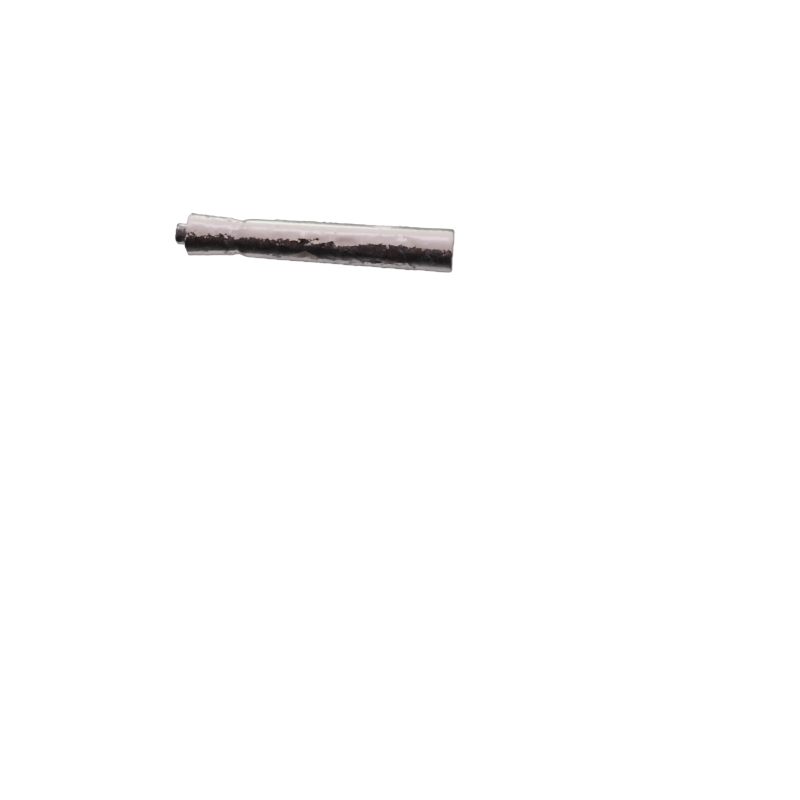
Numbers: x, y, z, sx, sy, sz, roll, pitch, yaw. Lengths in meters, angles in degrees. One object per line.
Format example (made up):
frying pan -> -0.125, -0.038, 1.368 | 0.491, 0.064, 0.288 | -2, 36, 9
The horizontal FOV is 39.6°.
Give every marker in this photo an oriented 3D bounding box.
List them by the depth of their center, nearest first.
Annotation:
marker -> -0.038, -0.069, 0.481 | 0.122, 0.020, 0.020 | 5, 4, 7
